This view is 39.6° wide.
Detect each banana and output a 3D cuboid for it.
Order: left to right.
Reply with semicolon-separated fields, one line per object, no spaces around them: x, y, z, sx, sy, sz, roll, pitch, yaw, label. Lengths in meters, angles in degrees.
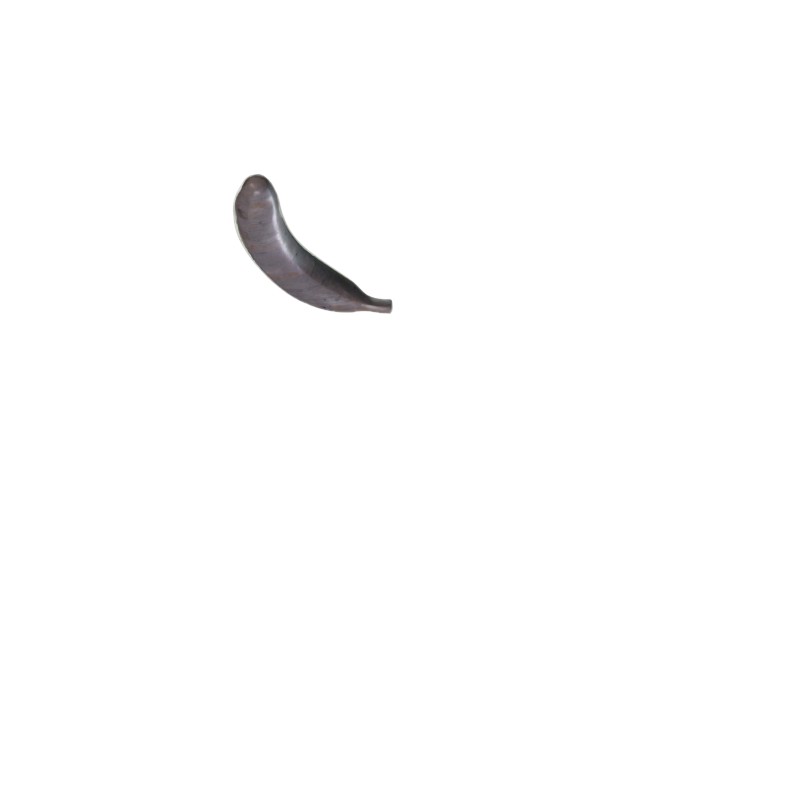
-0.080;-0.113;0.841;0.070;0.039;0.183;-15;-31;26;banana
